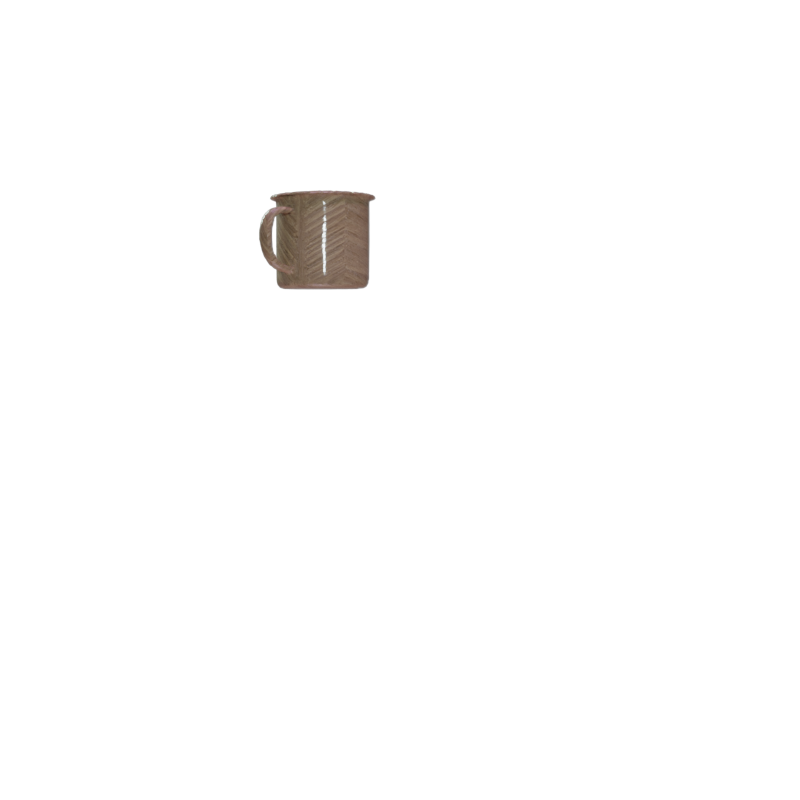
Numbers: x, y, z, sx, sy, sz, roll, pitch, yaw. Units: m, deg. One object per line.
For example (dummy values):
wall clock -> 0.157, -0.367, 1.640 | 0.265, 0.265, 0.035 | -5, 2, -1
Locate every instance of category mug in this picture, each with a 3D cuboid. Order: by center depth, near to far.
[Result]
mug -> -0.076, -0.138, 0.967 | 0.097, 0.082, 0.112 | 0, 1, 41
